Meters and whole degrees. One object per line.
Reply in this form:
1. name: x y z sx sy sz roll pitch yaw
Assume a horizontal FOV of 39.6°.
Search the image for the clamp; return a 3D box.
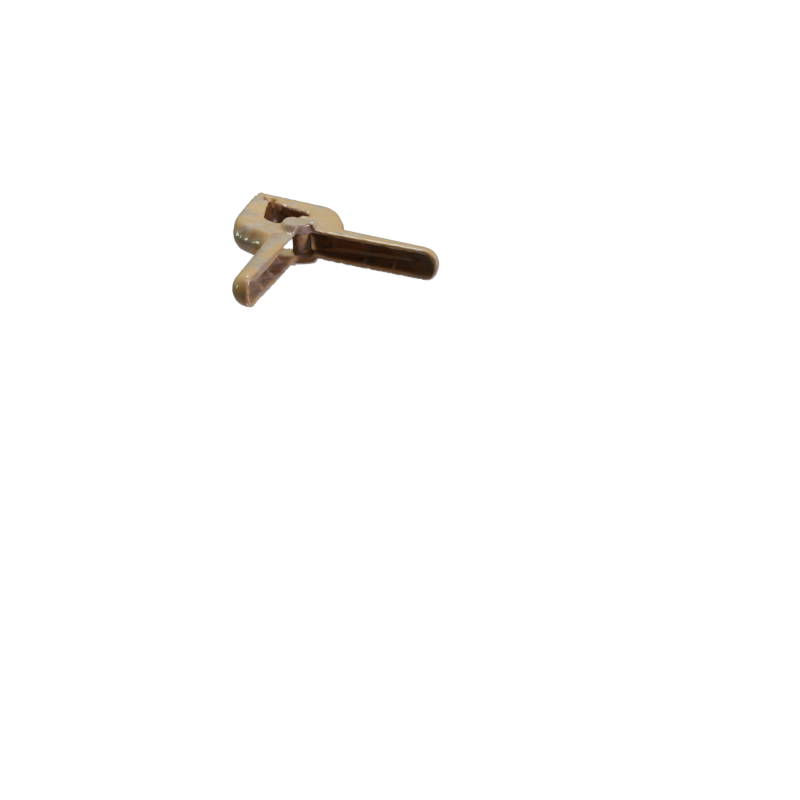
1. clamp: -0.072 -0.131 0.918 0.162 0.035 0.224 -7 27 -14
